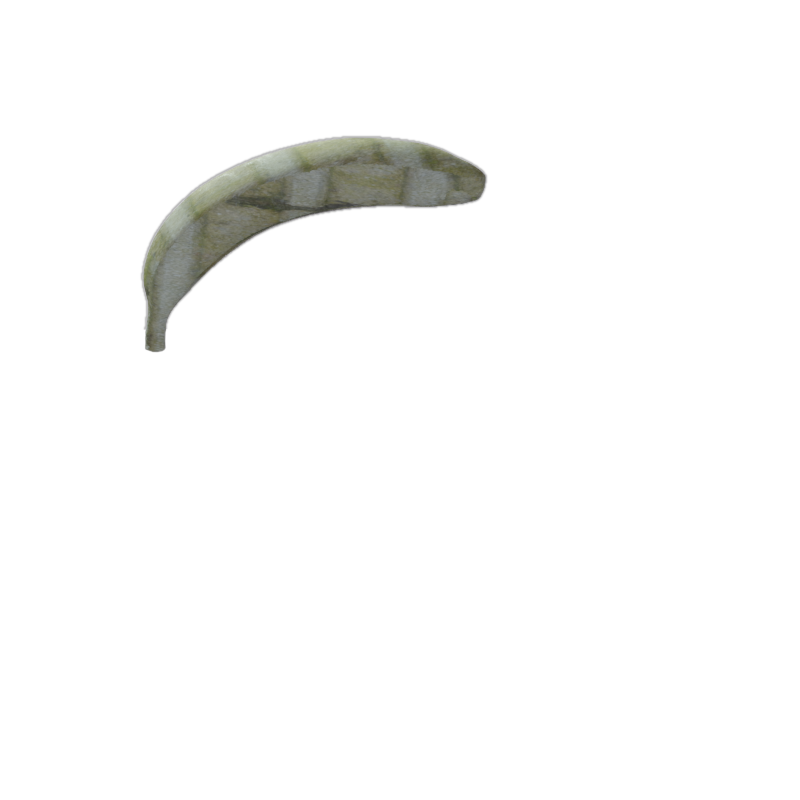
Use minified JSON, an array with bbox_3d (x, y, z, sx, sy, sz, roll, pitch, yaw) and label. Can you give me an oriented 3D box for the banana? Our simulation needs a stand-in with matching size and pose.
[{"bbox_3d":[-0.057,-0.097,0.577,0.198,0.067,0.038,-25,13,5],"label":"banana"}]
